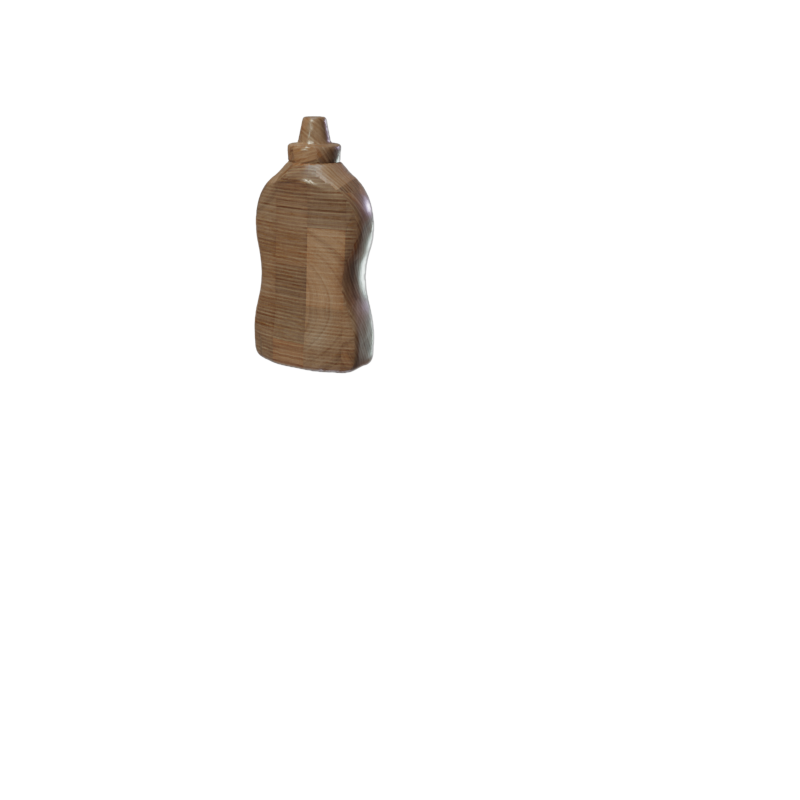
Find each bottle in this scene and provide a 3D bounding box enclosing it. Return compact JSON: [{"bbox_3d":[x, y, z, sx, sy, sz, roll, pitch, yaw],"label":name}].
[{"bbox_3d":[-0.067,-0.122,0.855,0.100,0.187,0.057,9,14,33],"label":"bottle"}]
